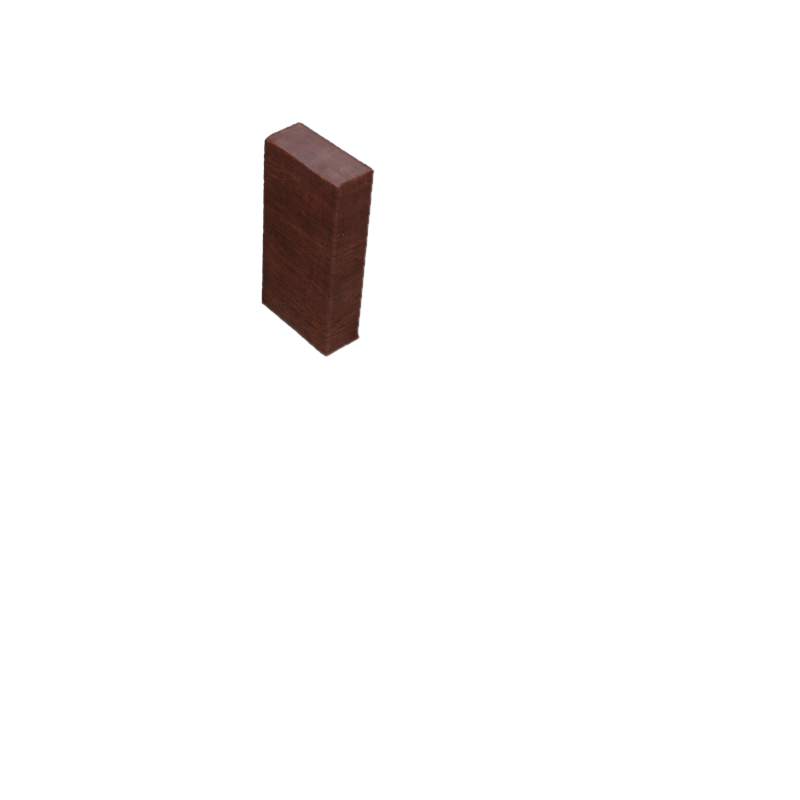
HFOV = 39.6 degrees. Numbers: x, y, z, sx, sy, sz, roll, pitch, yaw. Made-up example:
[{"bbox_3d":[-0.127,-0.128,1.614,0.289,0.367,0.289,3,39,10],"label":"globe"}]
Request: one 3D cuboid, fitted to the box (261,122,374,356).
[{"bbox_3d":[-0.072,-0.131,0.915,0.048,0.164,0.100,-29,51,-31],"label":"box"}]
